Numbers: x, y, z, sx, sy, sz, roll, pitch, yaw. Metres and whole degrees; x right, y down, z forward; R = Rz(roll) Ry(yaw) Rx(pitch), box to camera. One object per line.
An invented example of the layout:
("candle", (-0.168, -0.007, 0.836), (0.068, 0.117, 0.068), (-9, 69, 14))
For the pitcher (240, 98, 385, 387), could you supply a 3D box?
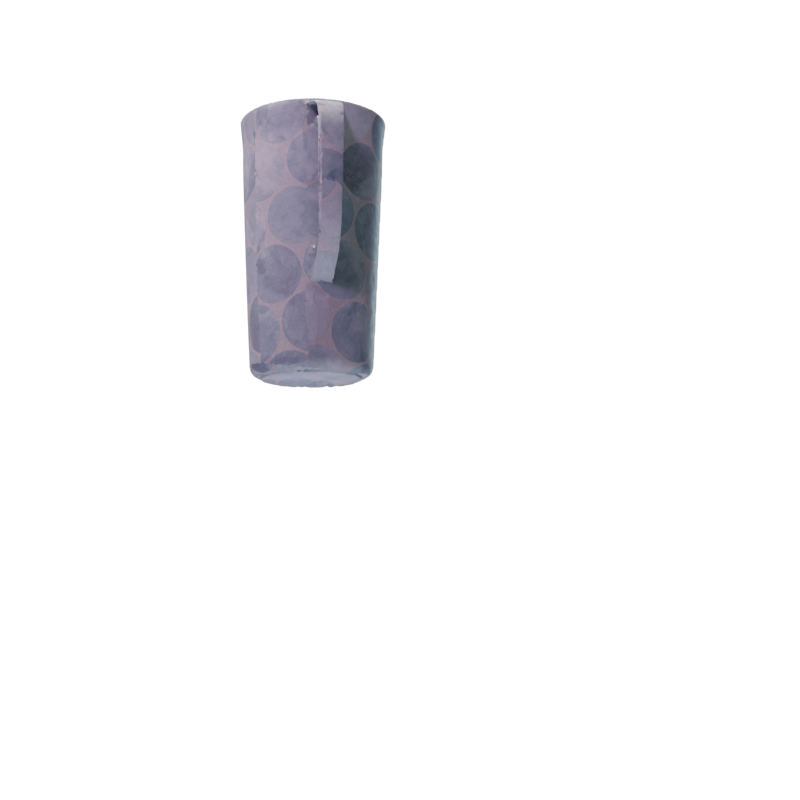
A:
("pitcher", (-0.077, -0.140, 0.982), (0.148, 0.252, 0.141), (-9, -16, 31))
